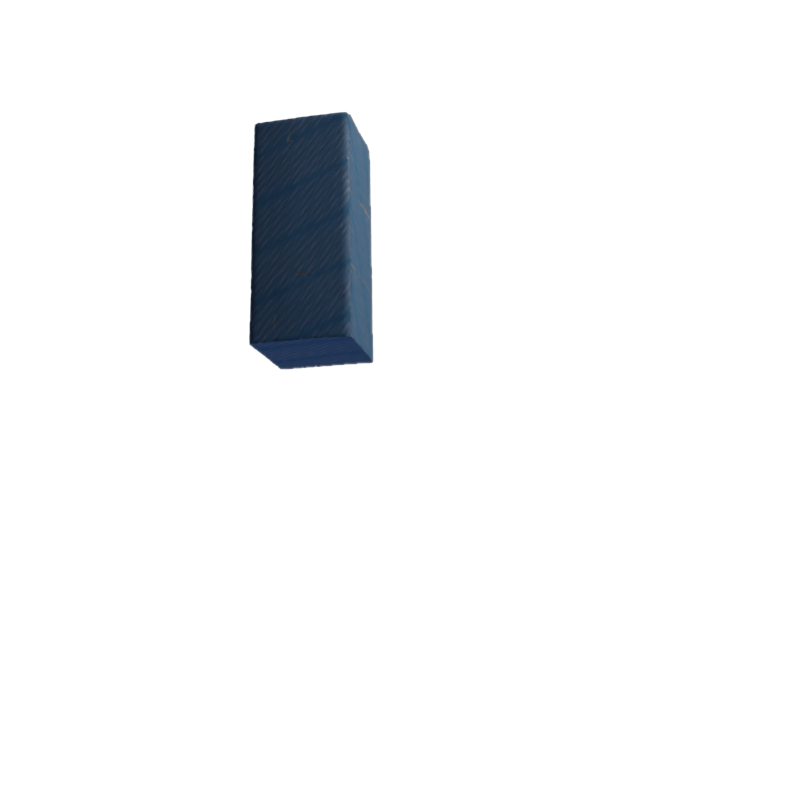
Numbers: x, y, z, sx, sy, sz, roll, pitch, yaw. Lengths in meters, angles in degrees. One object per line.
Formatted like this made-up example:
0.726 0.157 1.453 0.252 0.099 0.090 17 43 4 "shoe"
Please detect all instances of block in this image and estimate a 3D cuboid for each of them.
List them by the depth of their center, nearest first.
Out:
-0.077 -0.141 0.989 0.091 0.216 0.085 -6 -20 12 "block"
